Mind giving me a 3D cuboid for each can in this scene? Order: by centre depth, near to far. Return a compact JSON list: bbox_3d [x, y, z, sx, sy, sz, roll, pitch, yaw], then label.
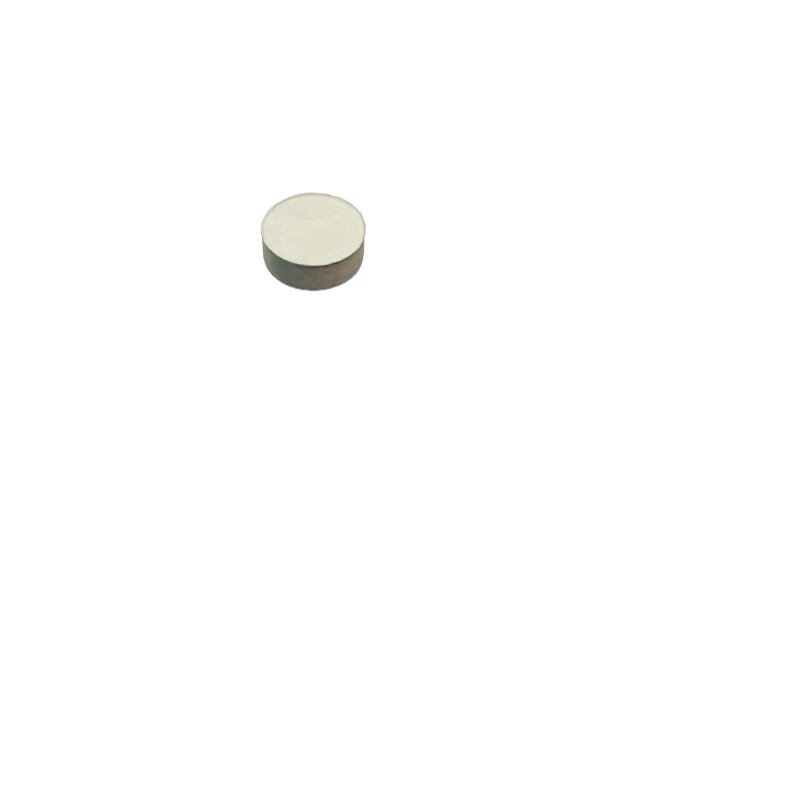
[{"bbox_3d":[-0.072,-0.131,0.915,0.086,0.092,0.031,-1,-42,-1],"label":"can"}]
